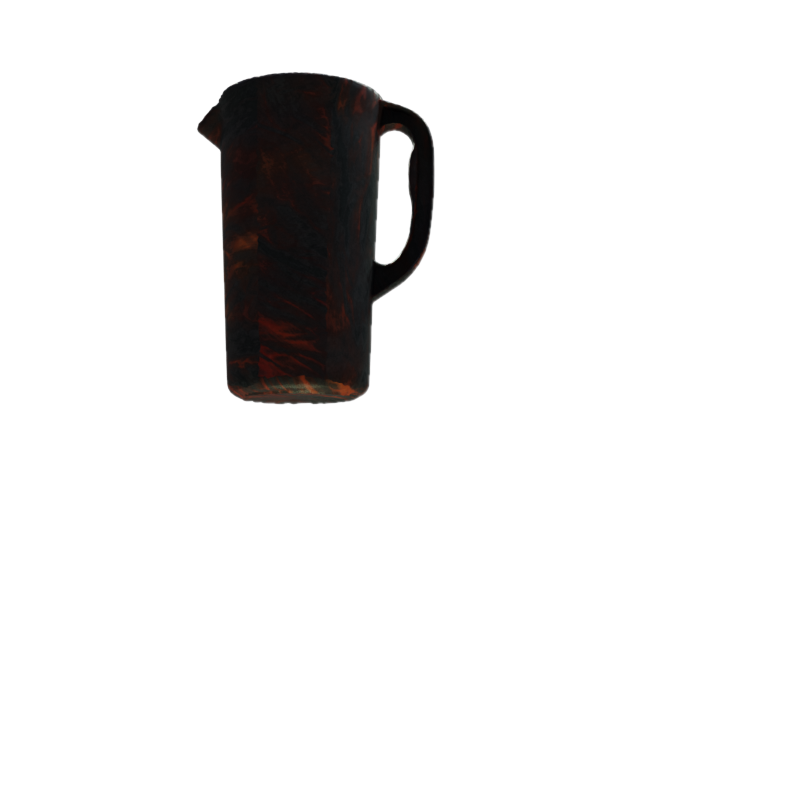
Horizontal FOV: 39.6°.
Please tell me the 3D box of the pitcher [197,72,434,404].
[{"bbox_3d":[-0.067,-0.123,0.860,0.138,0.250,0.152,9,-15,-41],"label":"pitcher"}]
